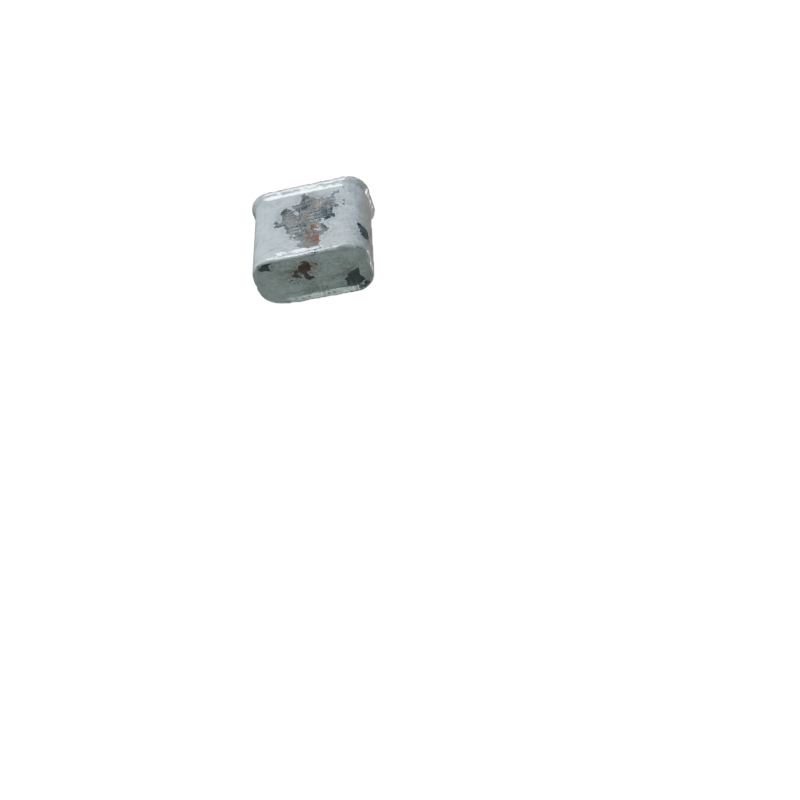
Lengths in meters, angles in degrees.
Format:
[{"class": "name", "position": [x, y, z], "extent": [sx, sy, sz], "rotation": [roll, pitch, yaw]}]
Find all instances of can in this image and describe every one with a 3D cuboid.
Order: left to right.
[{"class": "can", "position": [-0.071, -0.130, 0.914], "extent": [0.103, 0.090, 0.053], "rotation": [-11, -45, 9]}]
